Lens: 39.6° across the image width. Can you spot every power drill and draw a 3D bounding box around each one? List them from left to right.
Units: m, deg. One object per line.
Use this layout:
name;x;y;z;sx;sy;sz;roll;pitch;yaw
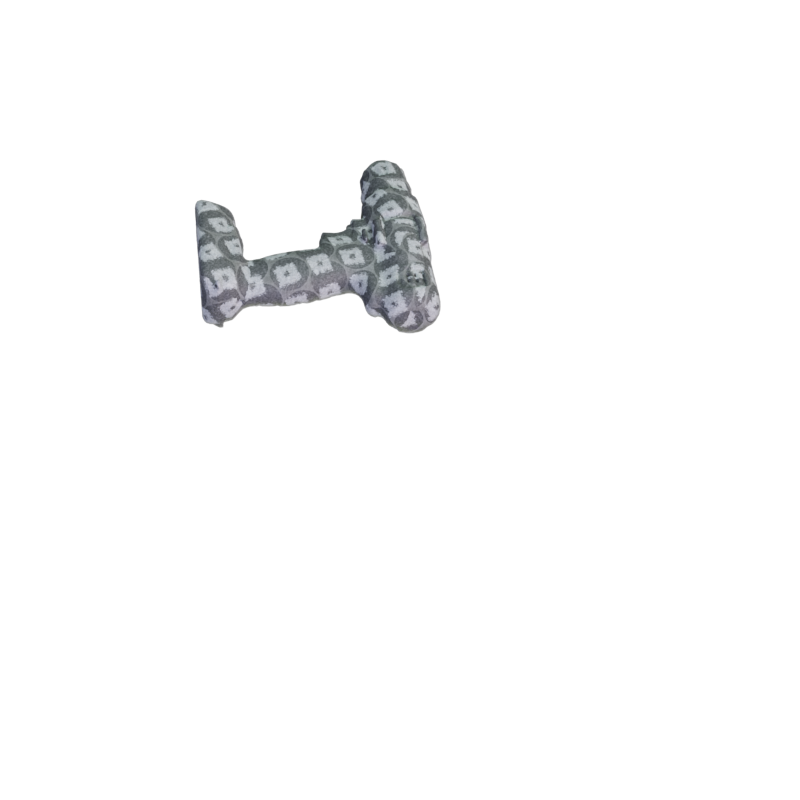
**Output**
power drill;-0.070;-0.127;0.891;0.186;0.053;0.199;-5;45;-6
